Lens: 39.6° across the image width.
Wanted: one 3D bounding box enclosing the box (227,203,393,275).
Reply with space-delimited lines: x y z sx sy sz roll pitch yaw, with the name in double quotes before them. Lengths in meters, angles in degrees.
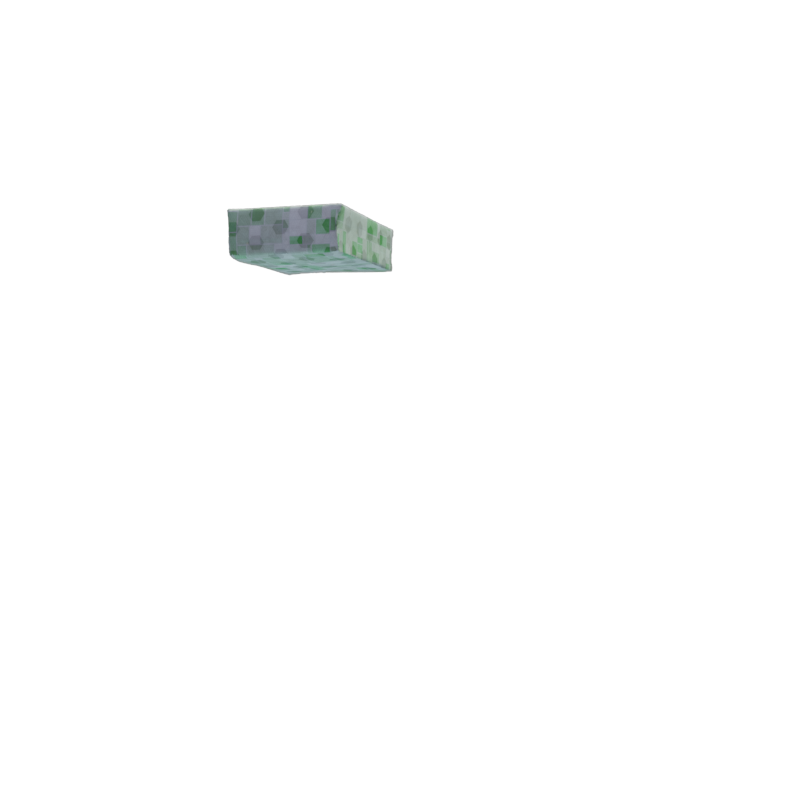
"box" -0.065 -0.118 0.824 0.092 0.039 0.109 0 -1 21
